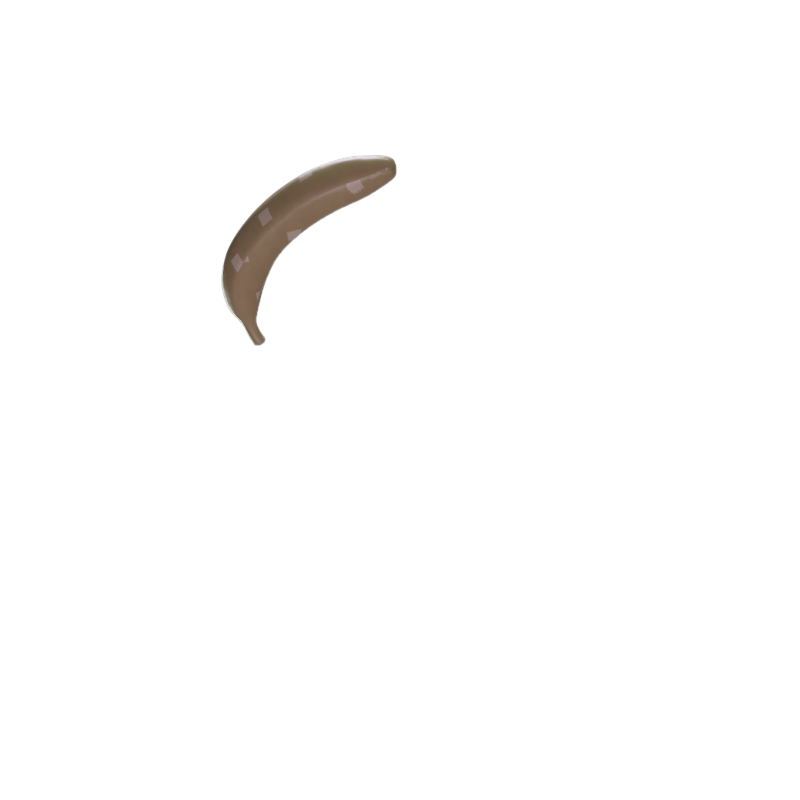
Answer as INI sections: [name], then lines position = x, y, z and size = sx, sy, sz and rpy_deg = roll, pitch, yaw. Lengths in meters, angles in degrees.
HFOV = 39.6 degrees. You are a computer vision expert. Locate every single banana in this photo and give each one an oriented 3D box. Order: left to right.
[banana]
position = -0.084, -0.128, 0.855
size = 0.067, 0.193, 0.039
rpy_deg = 30, 31, -22
